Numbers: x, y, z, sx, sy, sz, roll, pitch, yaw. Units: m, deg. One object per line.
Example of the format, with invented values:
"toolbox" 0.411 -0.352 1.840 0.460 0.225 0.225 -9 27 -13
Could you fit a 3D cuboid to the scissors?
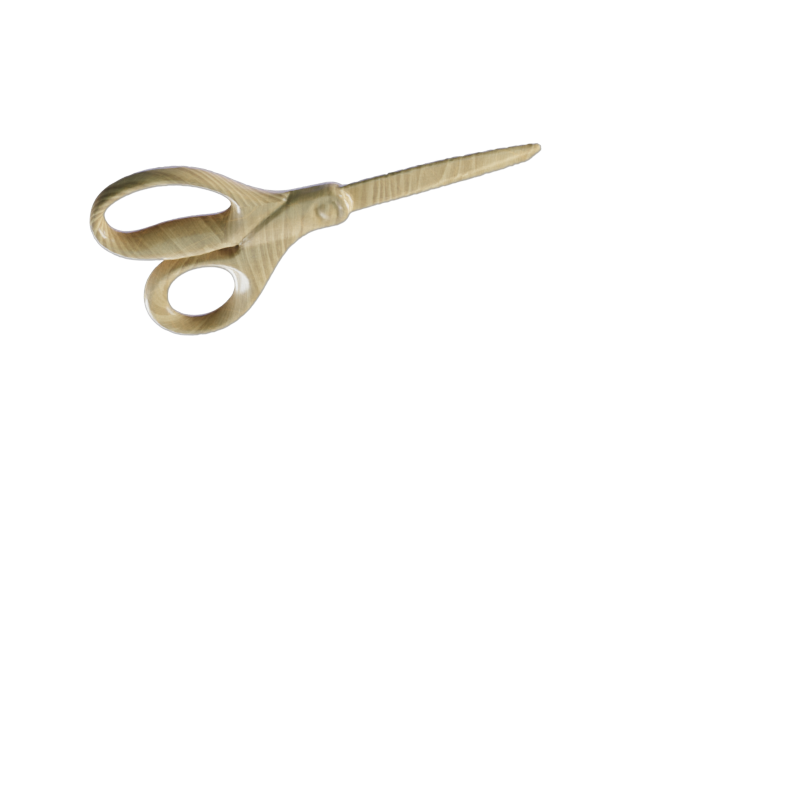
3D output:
"scissors" -0.040 -0.073 0.509 0.202 0.090 0.017 -1 35 1
